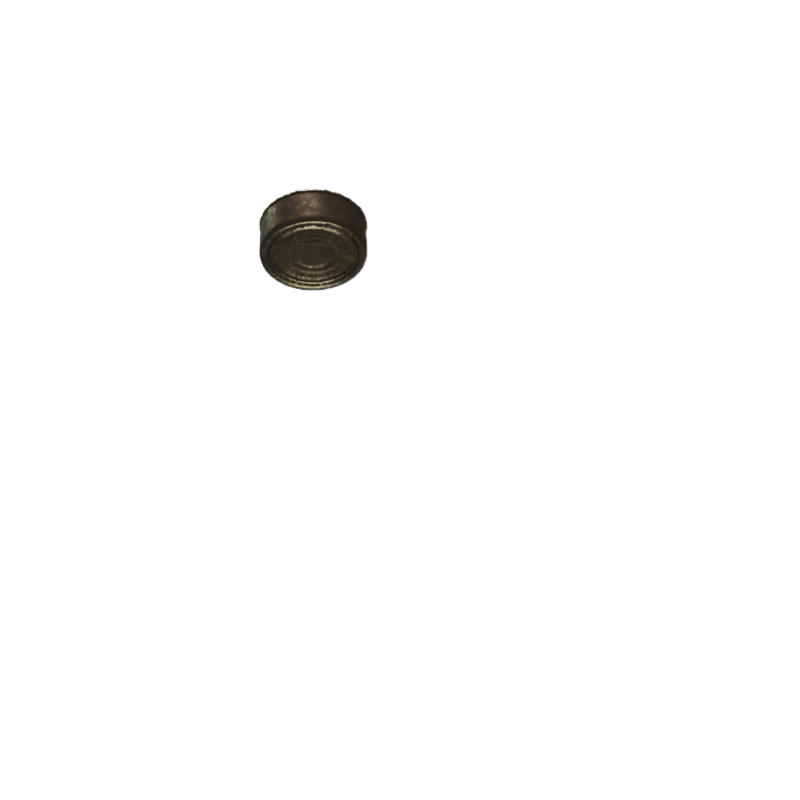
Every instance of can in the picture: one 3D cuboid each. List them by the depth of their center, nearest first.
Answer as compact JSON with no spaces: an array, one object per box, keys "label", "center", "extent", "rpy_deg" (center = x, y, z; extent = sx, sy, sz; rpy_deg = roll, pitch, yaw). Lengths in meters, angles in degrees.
[{"label":"can","center":[-0.068,-0.124,0.869],"extent":[0.086,0.036,0.080],"rpy_deg":[1,-37,-2]}]
